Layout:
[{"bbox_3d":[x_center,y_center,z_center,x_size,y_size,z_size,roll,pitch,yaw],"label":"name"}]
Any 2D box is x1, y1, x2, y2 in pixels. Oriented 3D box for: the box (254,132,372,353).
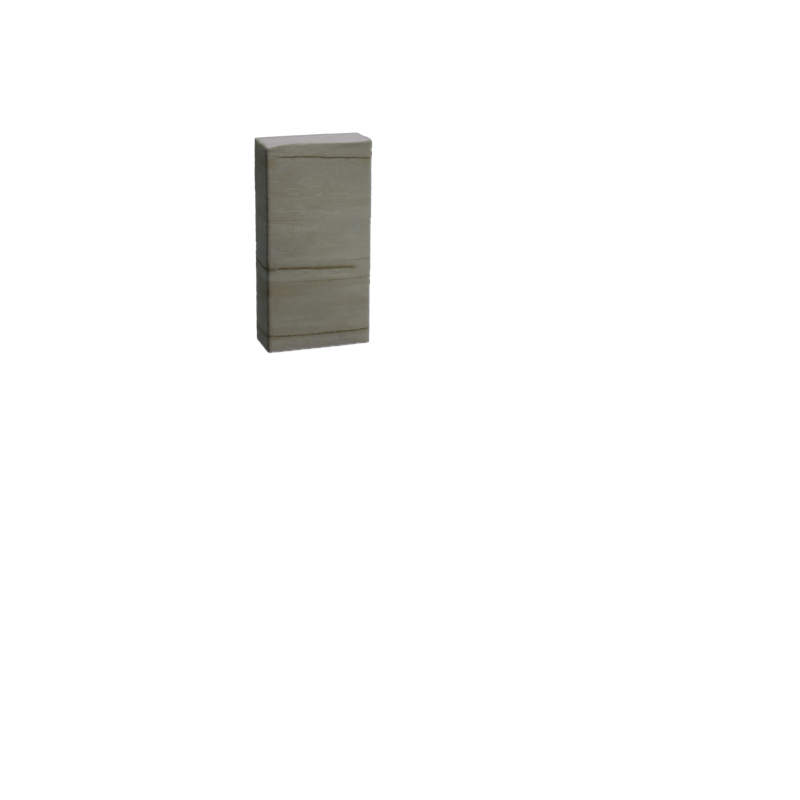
[{"bbox_3d":[-0.073,-0.132,0.926,0.092,0.169,0.051,-5,19,-18],"label":"box"}]
